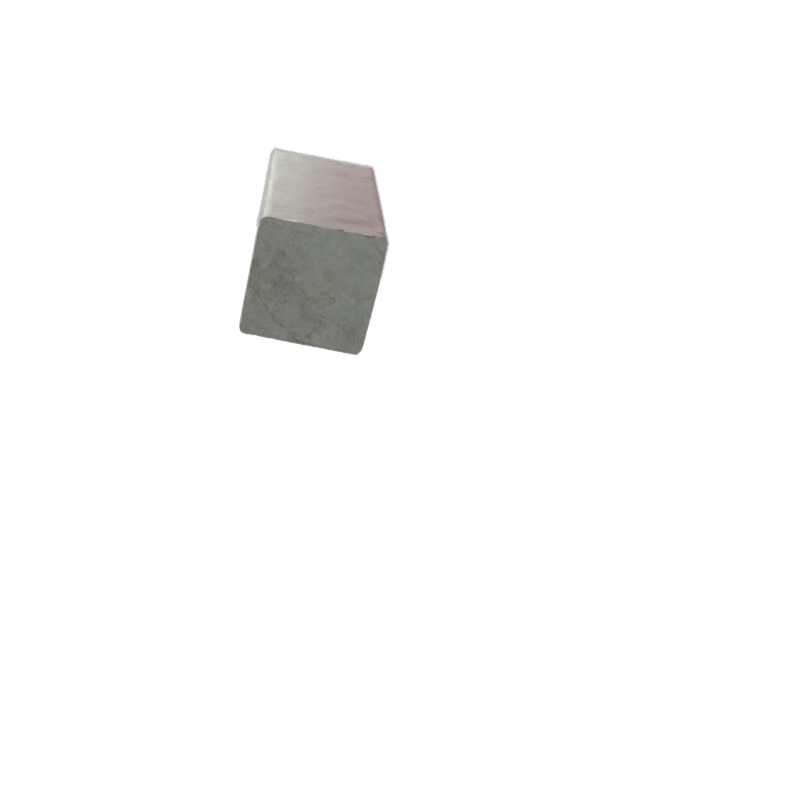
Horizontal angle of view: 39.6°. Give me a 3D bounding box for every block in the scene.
[{"bbox_3d":[-0.067,-0.122,0.861,0.090,0.087,0.217,10,23,-8],"label":"block"}]
